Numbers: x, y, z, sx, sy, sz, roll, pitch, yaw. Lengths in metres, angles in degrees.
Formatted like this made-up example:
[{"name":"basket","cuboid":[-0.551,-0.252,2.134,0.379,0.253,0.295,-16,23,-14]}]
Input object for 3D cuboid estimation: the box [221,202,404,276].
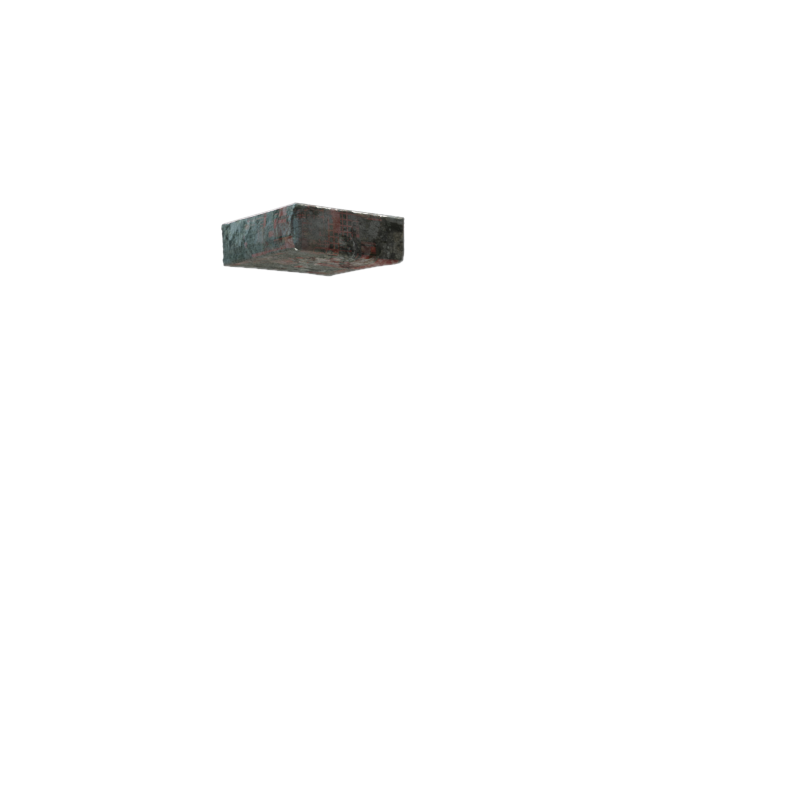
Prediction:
[{"name":"box","cuboid":[-0.066,-0.121,0.844,0.108,0.040,0.092,3,-5,-42]}]
